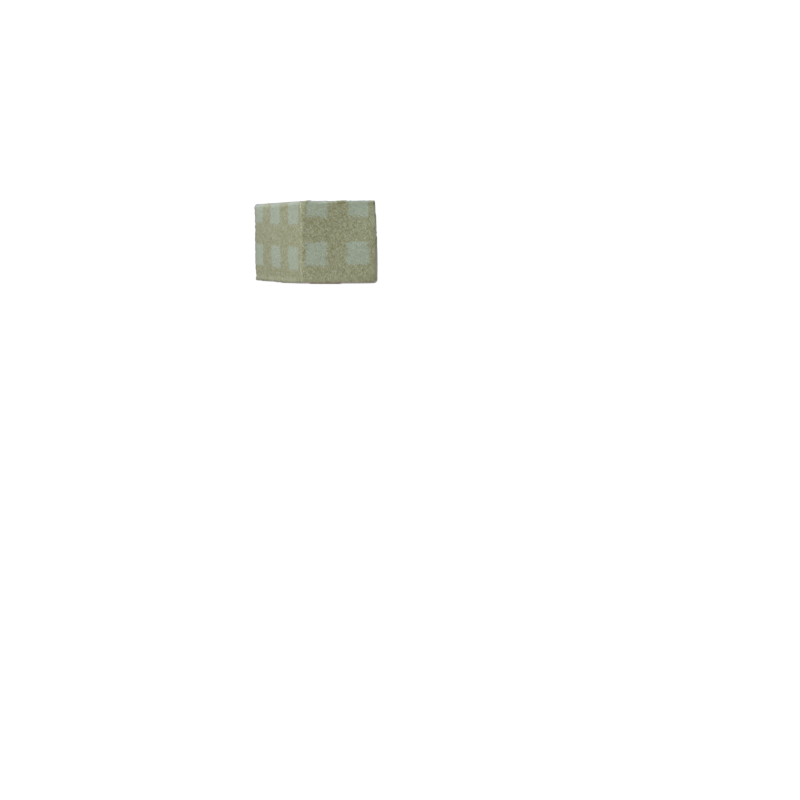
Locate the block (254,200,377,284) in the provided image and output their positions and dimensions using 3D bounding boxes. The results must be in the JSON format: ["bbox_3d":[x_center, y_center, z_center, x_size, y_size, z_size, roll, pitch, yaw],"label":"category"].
[{"bbox_3d":[-0.055,-0.100,0.702,0.051,0.051,0.081,-2,6,-28],"label":"block"}]
